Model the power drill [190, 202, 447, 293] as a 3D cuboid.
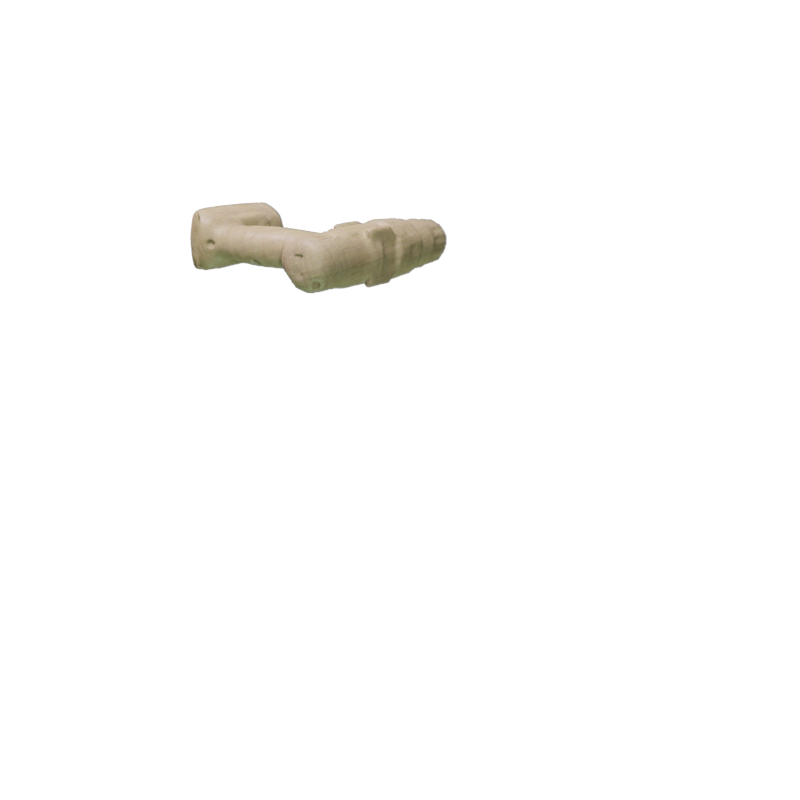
[{"bbox_3d":[-0.076,-0.138,0.970,0.197,0.056,0.180,12,18,38],"label":"power drill"}]
